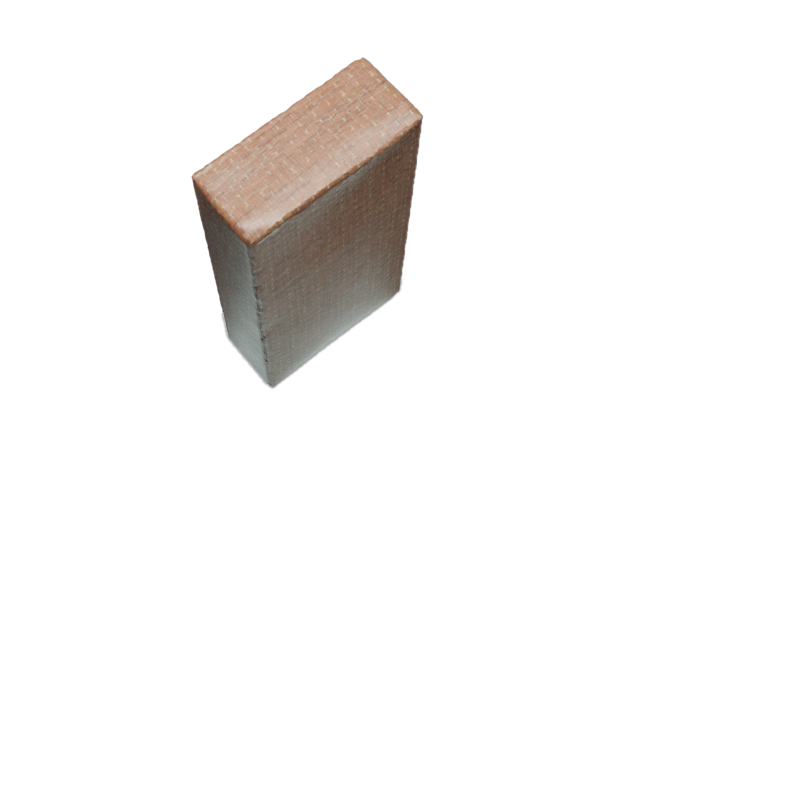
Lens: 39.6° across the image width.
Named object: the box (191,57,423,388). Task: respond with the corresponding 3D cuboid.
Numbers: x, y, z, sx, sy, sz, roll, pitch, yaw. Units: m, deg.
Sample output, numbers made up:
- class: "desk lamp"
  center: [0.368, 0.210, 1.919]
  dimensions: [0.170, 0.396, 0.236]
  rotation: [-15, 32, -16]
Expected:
- class: "box"
  center: [-0.041, -0.074, 0.518]
  dimensions: [0.094, 0.050, 0.169]
  rotation: [-39, -11, -14]
